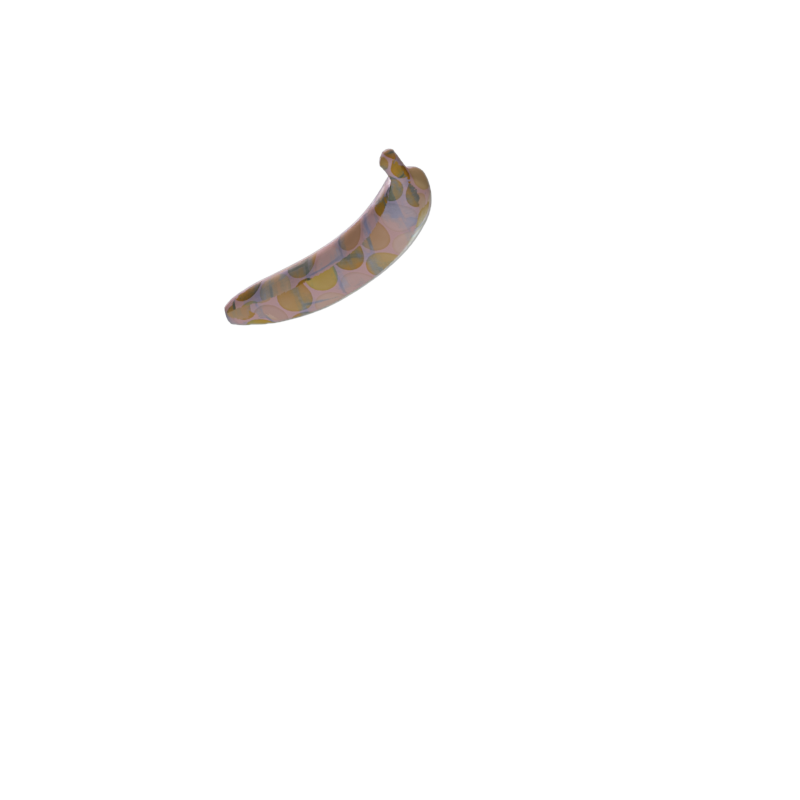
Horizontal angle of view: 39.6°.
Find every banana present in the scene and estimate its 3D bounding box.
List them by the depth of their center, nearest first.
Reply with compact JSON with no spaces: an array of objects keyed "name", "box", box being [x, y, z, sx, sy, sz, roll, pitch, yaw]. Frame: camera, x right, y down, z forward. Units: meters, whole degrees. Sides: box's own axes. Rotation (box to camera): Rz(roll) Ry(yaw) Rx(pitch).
[{"name":"banana","box":[-0.038,-0.098,0.715,0.066,0.039,0.194,23,-41,-29]}]
